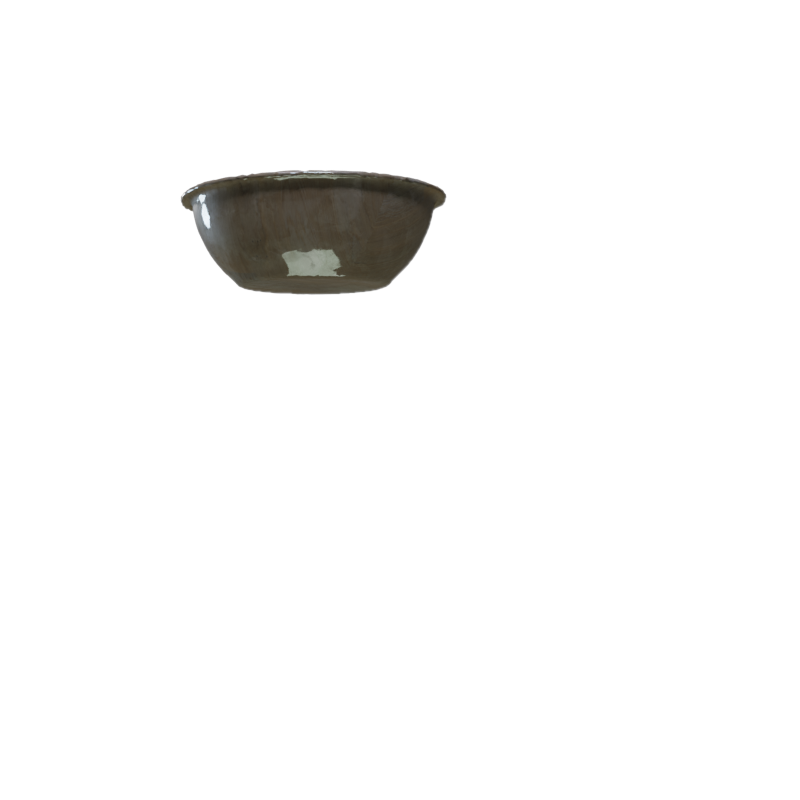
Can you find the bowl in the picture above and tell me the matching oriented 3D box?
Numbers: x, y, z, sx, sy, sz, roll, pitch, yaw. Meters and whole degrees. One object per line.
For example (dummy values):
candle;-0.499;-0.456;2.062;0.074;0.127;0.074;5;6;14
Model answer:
bowl;-0.053;-0.096;0.672;0.162;0.056;0.160;0;-2;-2
